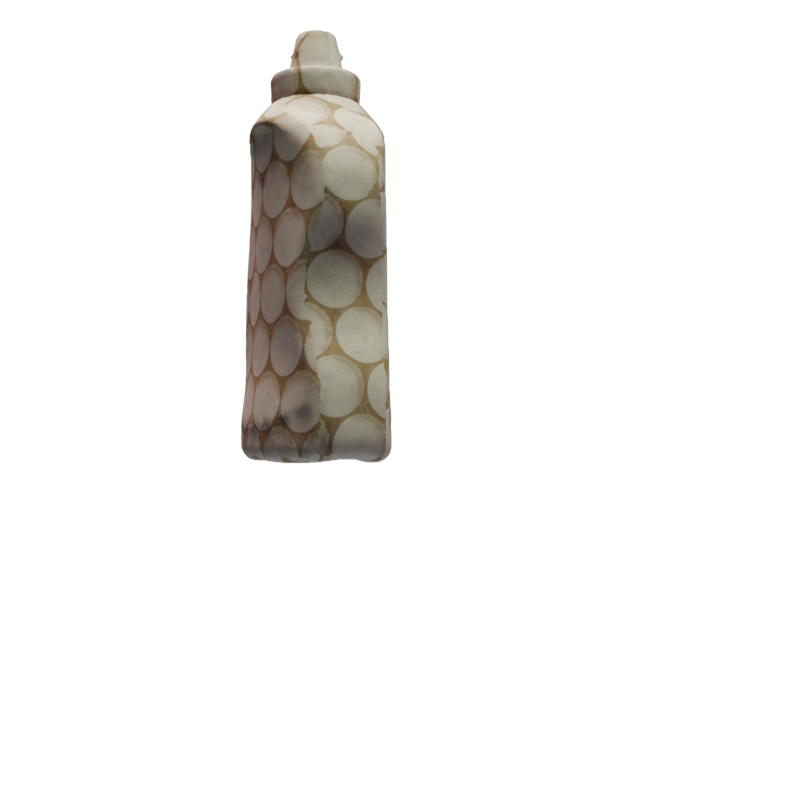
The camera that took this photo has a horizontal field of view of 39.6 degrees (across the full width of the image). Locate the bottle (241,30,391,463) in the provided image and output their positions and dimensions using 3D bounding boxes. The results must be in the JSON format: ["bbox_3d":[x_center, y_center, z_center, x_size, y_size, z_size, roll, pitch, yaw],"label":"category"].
[{"bbox_3d":[-0.038,-0.070,0.494,0.057,0.196,0.097,3,-8,-21],"label":"bottle"}]
